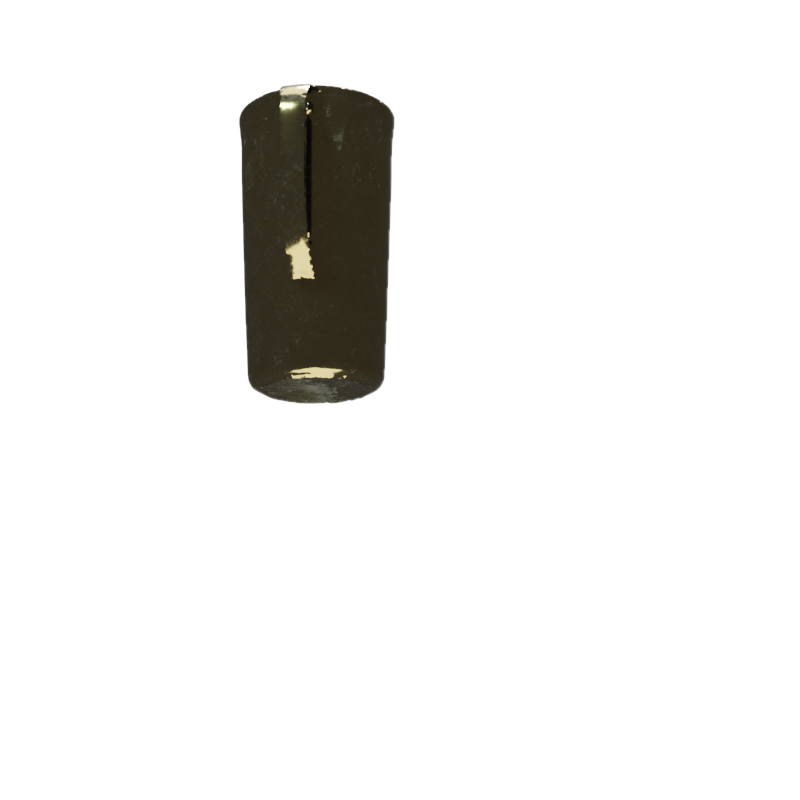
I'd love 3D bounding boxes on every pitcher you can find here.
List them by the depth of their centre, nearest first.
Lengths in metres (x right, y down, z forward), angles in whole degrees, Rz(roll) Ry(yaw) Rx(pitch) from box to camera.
[{"bbox_3d":[-0.071,-0.129,0.903,0.142,0.255,0.146,13,-24,-36],"label":"pitcher"}]
